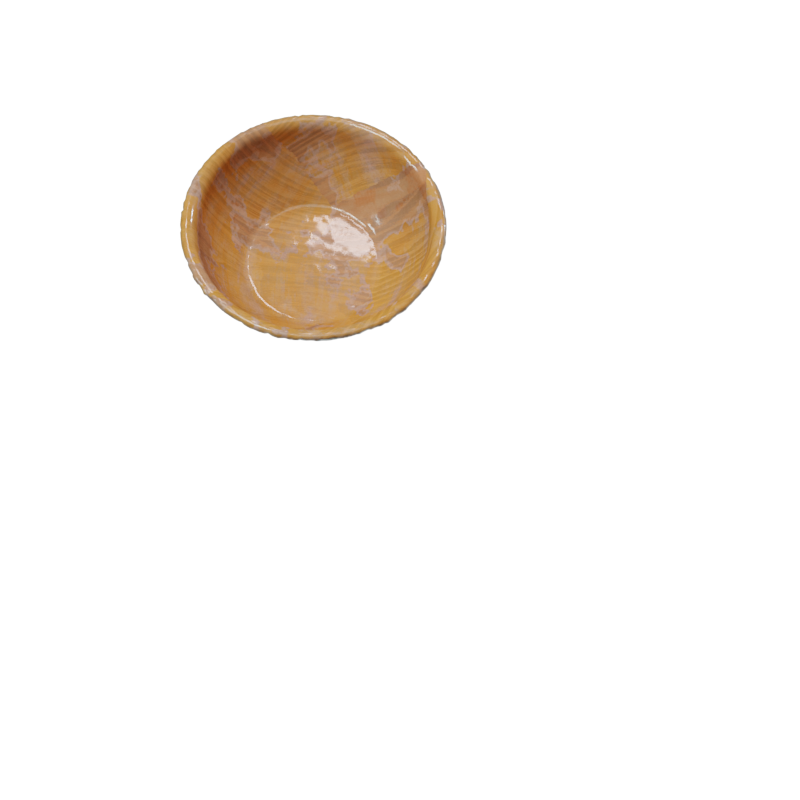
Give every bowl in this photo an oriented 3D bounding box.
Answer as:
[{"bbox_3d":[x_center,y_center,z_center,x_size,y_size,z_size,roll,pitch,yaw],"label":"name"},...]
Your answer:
[{"bbox_3d":[-0.054,-0.099,0.695,0.162,0.172,0.052,-1,-28,-1],"label":"bowl"}]
